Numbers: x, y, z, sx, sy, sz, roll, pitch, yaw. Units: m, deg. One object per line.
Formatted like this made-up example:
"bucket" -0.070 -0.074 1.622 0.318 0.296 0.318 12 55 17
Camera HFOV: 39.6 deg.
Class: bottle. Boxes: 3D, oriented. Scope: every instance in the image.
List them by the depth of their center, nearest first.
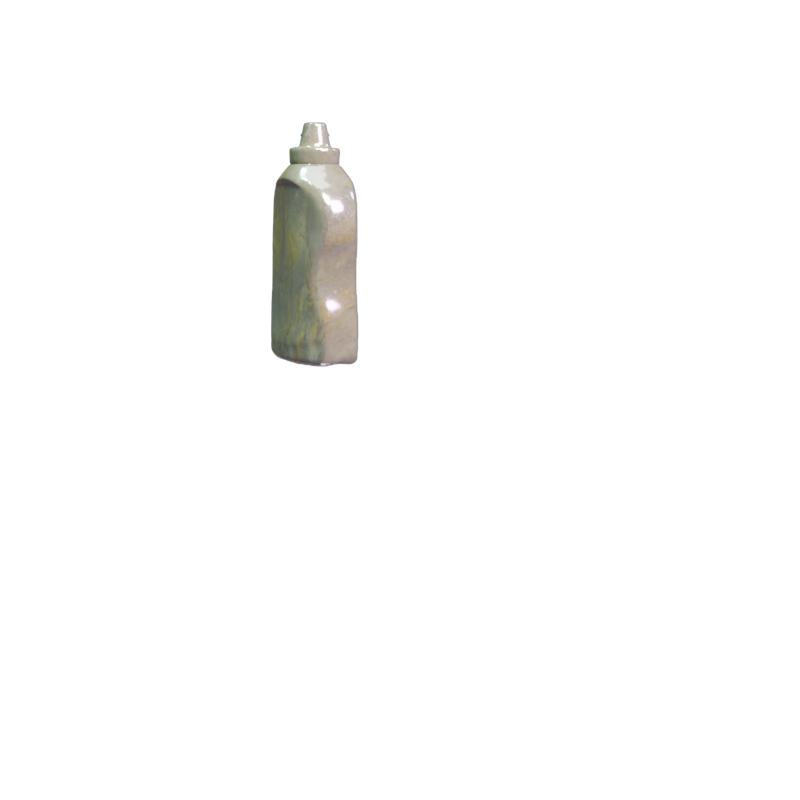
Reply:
"bottle" -0.070 -0.128 0.897 0.057 0.190 0.100 -2 5 -29
